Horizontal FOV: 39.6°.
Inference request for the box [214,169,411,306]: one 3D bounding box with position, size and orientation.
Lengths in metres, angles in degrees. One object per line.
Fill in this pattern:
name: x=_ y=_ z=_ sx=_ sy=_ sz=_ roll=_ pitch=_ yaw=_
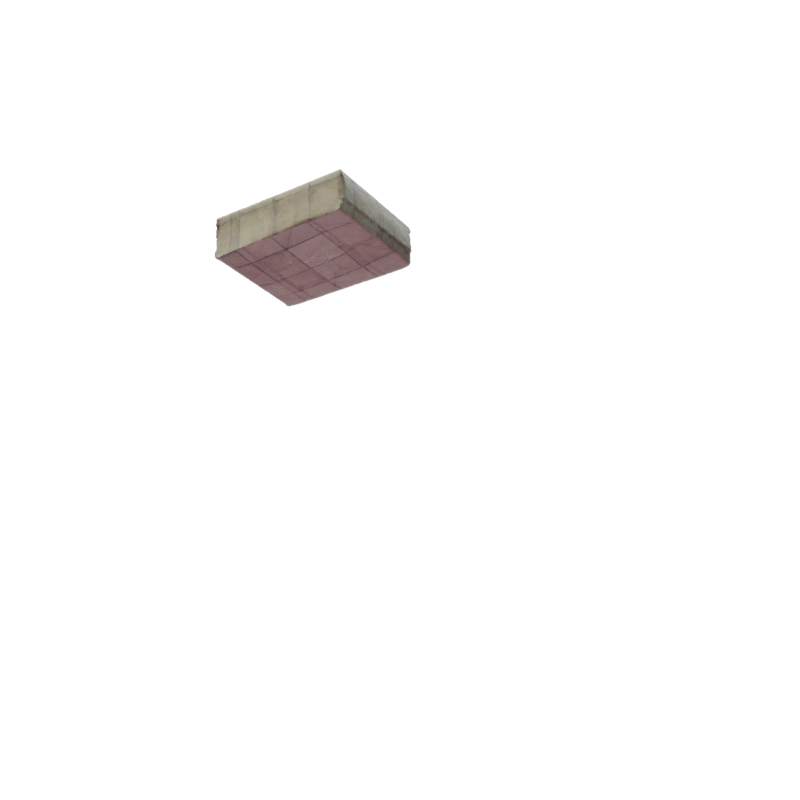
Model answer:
box: x=-0.062 y=-0.113 z=0.794 sx=0.115 sy=0.041 sz=0.083 roll=-18 pitch=-33 yaw=29
